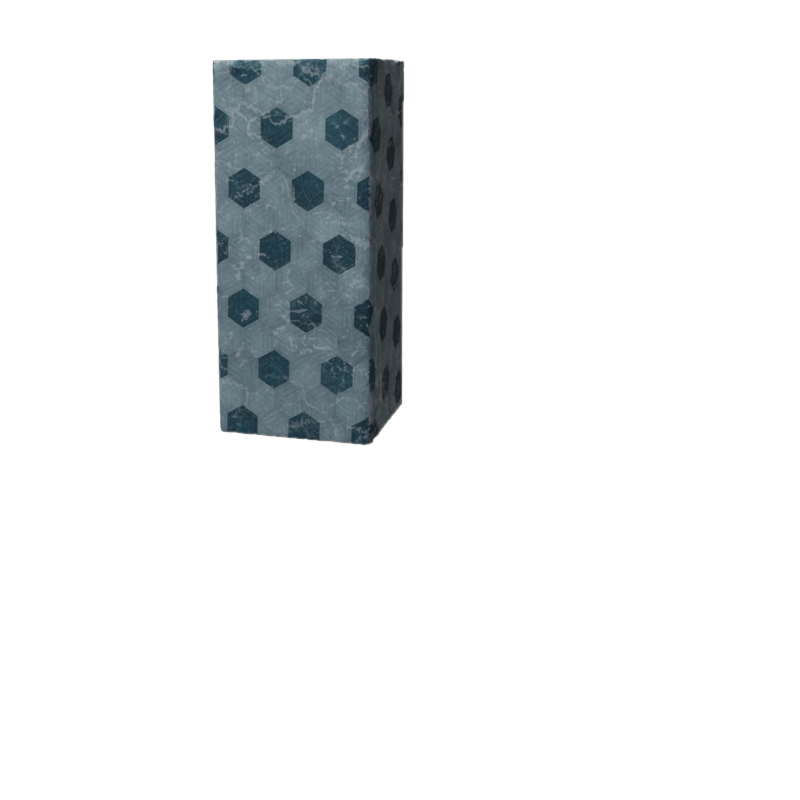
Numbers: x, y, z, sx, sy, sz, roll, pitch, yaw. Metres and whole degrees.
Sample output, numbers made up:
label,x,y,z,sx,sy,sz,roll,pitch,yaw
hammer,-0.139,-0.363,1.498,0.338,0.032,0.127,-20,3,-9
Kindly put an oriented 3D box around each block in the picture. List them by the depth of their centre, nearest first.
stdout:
label,x,y,z,sx,sy,sz,roll,pitch,yaw
block,-0.050,-0.091,0.635,0.093,0.202,0.090,3,10,14
